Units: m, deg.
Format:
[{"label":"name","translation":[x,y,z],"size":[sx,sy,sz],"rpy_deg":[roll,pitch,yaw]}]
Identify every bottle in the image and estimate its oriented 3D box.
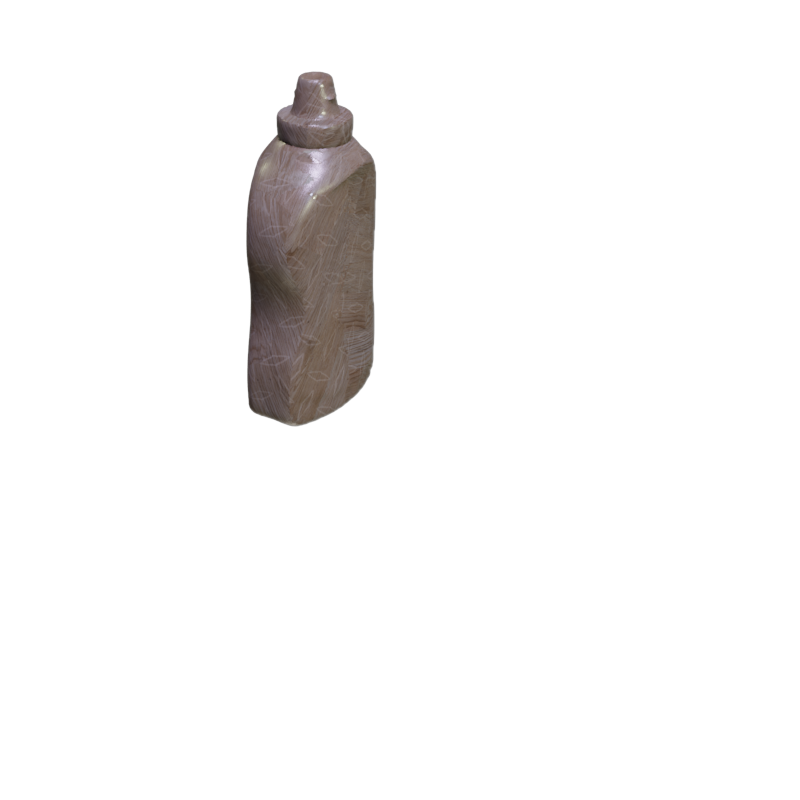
[{"label":"bottle","translation":[-0.048,-0.088,0.619],"size":[0.061,0.181,0.097],"rpy_deg":[16,31,26]}]
